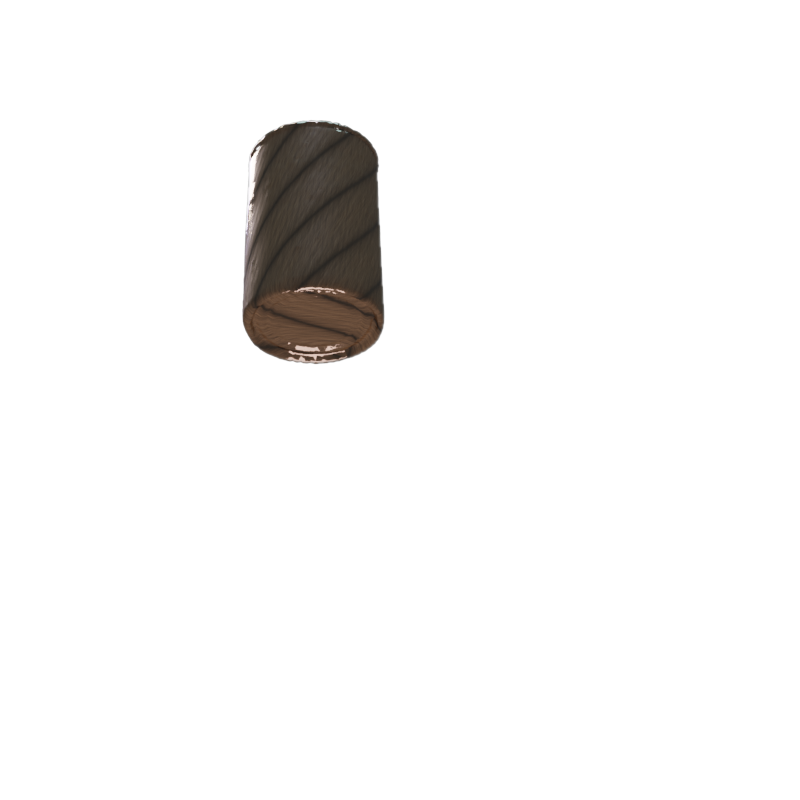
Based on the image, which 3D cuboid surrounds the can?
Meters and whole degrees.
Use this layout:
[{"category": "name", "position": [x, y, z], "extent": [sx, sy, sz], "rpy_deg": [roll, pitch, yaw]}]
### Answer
[{"category": "can", "position": [-0.043, -0.078, 0.546], "extent": [0.068, 0.109, 0.064], "rpy_deg": [-1, -34, -2]}]
